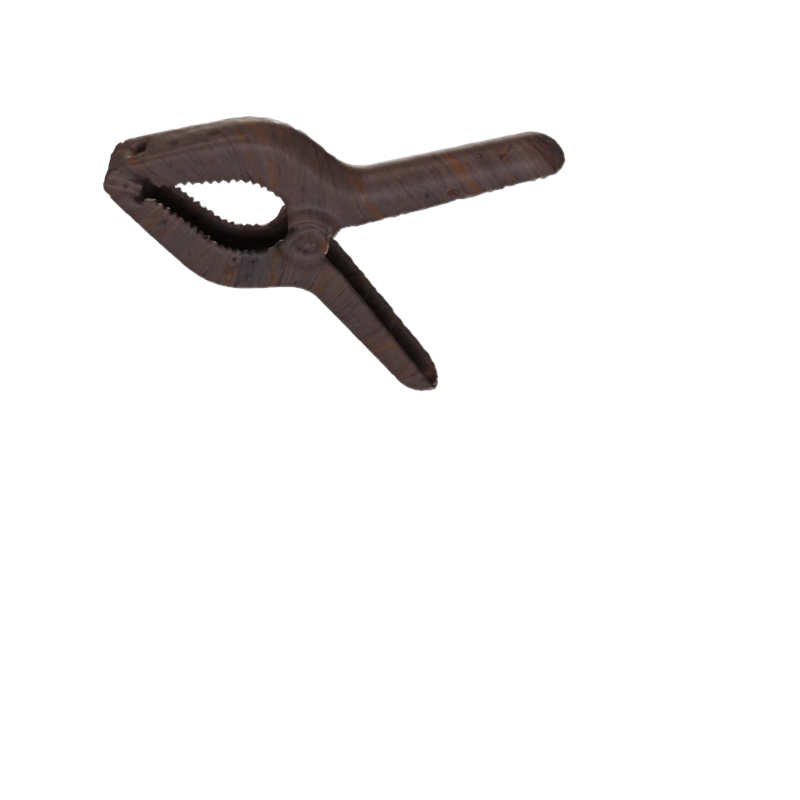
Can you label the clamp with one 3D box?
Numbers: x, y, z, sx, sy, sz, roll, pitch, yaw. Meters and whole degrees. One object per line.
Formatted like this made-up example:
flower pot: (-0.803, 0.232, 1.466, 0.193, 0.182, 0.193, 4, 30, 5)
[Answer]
clamp: (-0.043, -0.079, 0.552, 0.207, 0.156, 0.039, 10, 38, -8)
